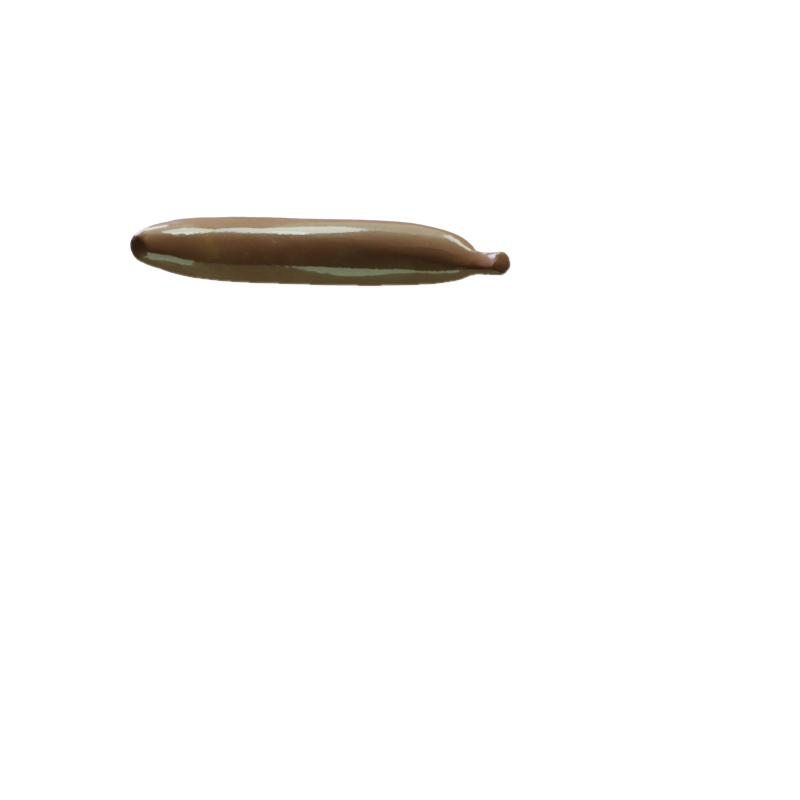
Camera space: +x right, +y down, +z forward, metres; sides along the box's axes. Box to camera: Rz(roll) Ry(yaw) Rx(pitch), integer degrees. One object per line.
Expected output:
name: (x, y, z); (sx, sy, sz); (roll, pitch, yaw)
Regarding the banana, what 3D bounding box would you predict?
banana: (-0.045, -0.083, 0.604); (0.196, 0.037, 0.069); (0, -4, -6)
